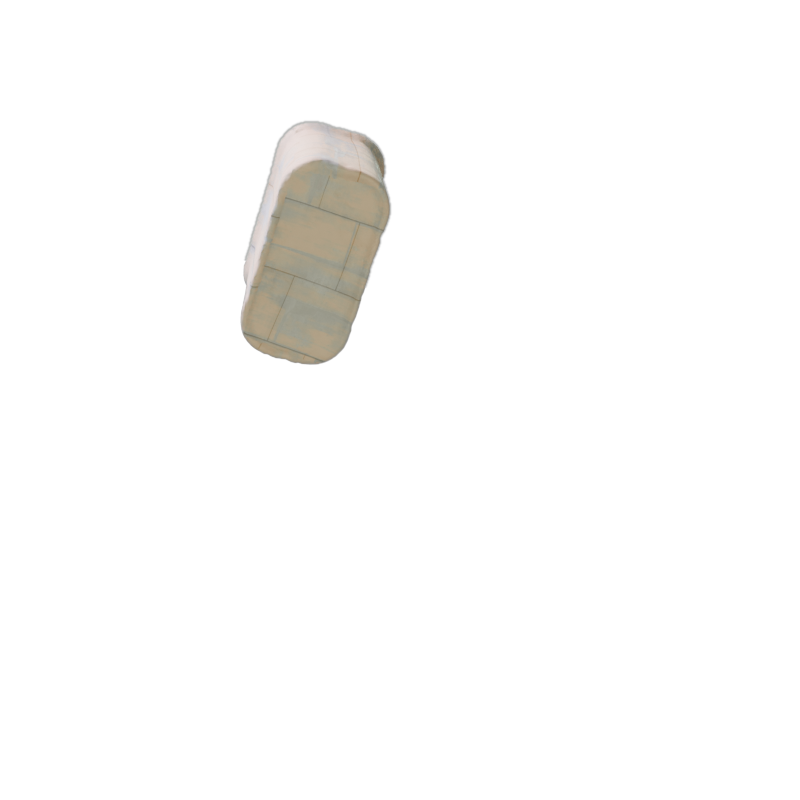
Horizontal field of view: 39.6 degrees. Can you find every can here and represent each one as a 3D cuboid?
[{"bbox_3d":[-0.042,-0.077,0.540,0.057,0.099,0.087,16,18,-9],"label":"can"}]
